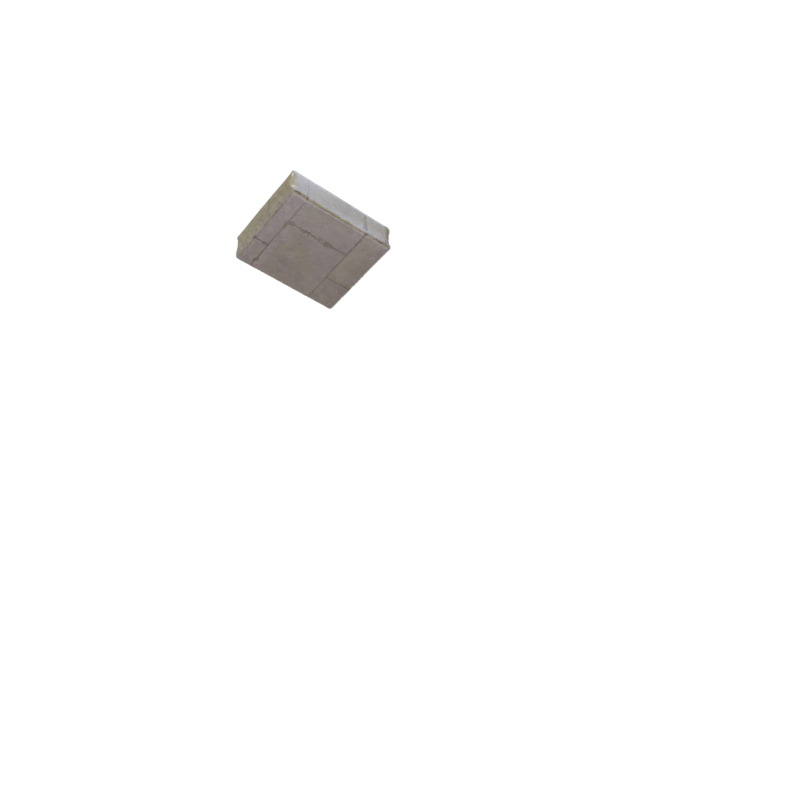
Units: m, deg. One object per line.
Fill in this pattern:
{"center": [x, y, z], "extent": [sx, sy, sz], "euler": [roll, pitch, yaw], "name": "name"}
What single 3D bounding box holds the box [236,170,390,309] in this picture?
{"center": [-0.063, -0.115, 0.807], "extent": [0.085, 0.032, 0.071], "euler": [29, -56, -23], "name": "box"}
